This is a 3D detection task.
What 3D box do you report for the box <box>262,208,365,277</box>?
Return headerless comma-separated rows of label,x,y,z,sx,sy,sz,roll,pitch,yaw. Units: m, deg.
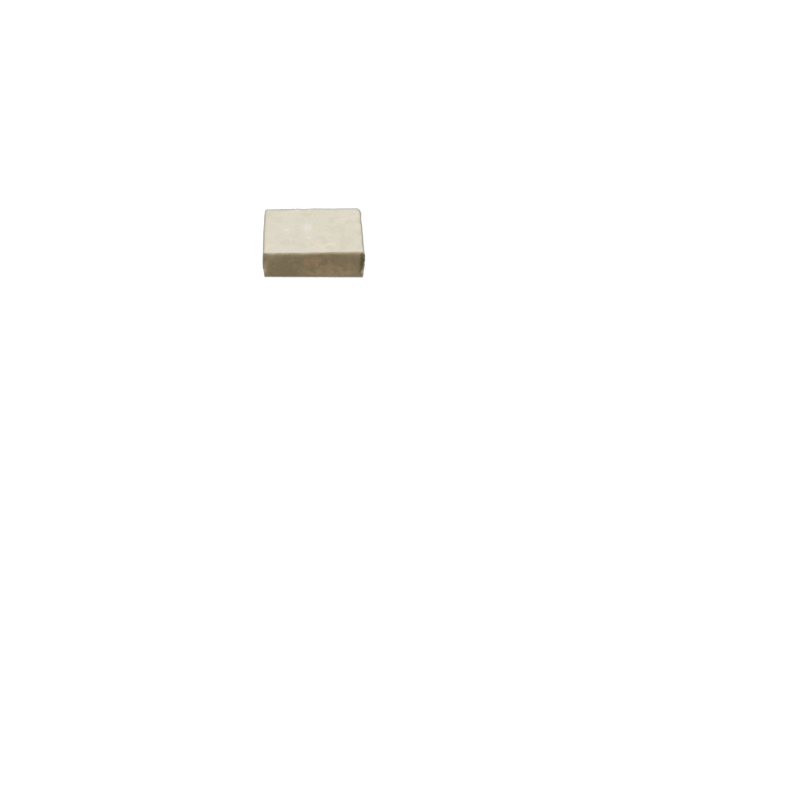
box,-0.077,-0.141,0.986,0.089,0.028,0.078,-1,38,-2
